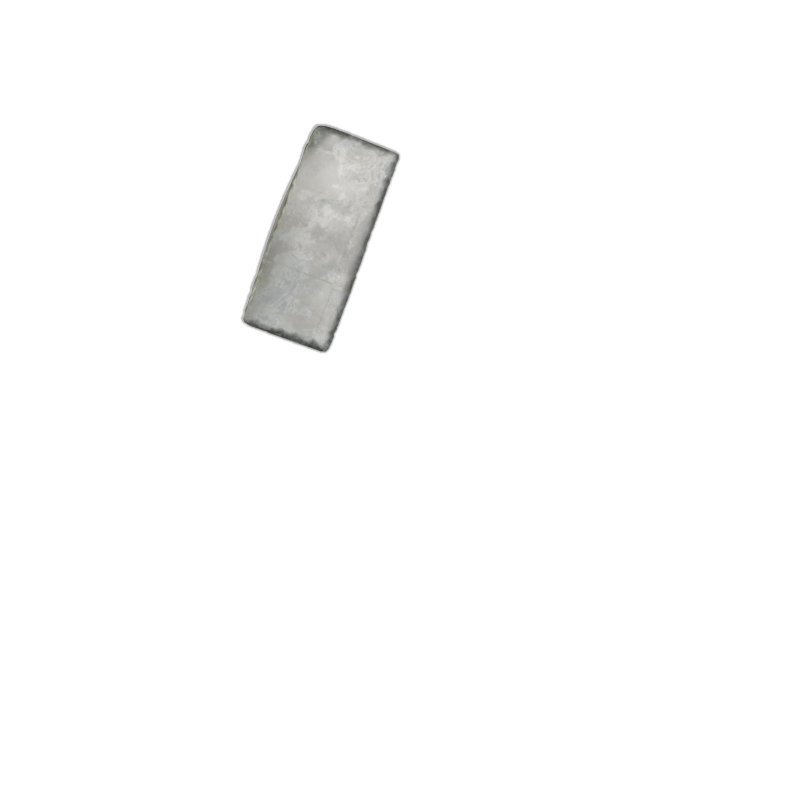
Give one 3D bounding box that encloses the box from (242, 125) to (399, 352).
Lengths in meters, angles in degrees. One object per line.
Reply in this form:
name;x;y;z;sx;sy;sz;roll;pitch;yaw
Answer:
box;-0.043;-0.079;0.552;0.048;0.093;0.177;20;2;-6
